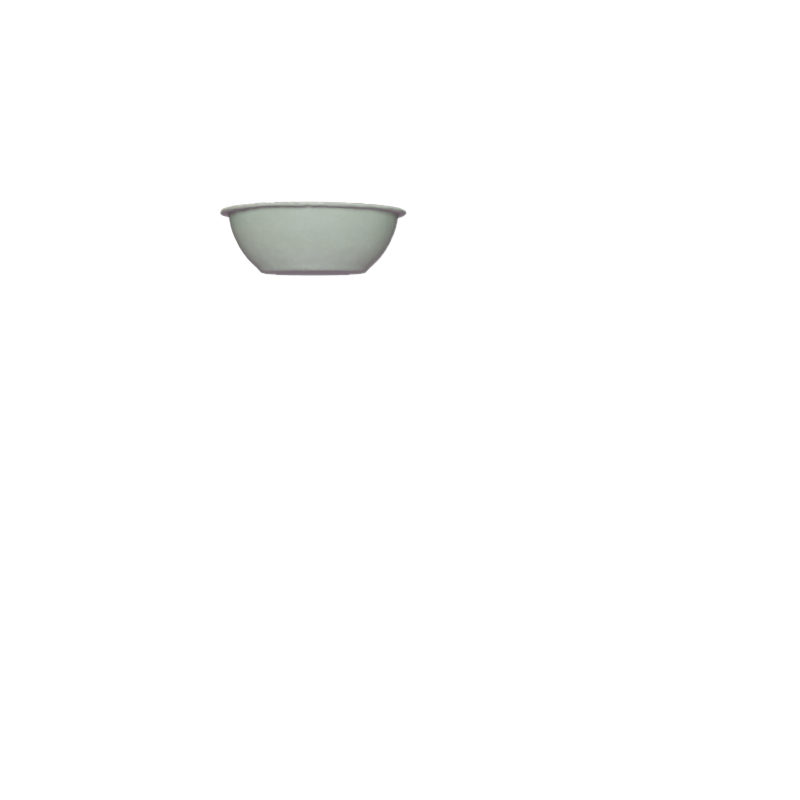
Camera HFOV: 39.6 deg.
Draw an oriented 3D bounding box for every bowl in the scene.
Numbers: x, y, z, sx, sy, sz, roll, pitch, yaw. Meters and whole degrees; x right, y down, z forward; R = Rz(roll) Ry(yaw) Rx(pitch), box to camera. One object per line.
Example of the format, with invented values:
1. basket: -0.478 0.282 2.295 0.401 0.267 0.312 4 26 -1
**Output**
1. bowl: -0.075 -0.137 0.962 0.162 0.055 0.162 0 3 -2
